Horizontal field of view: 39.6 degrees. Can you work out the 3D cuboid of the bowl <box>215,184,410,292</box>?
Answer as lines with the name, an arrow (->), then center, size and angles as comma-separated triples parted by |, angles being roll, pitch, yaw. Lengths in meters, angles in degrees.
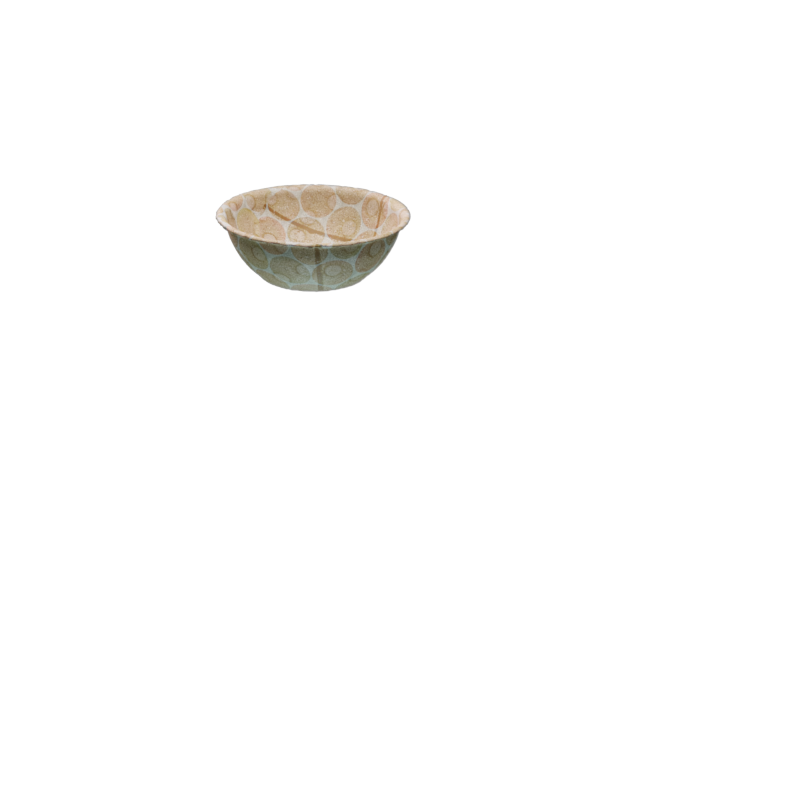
bowl -> -0.073, -0.132, 0.928 | 0.162, 0.052, 0.171 | -1, 26, -2
